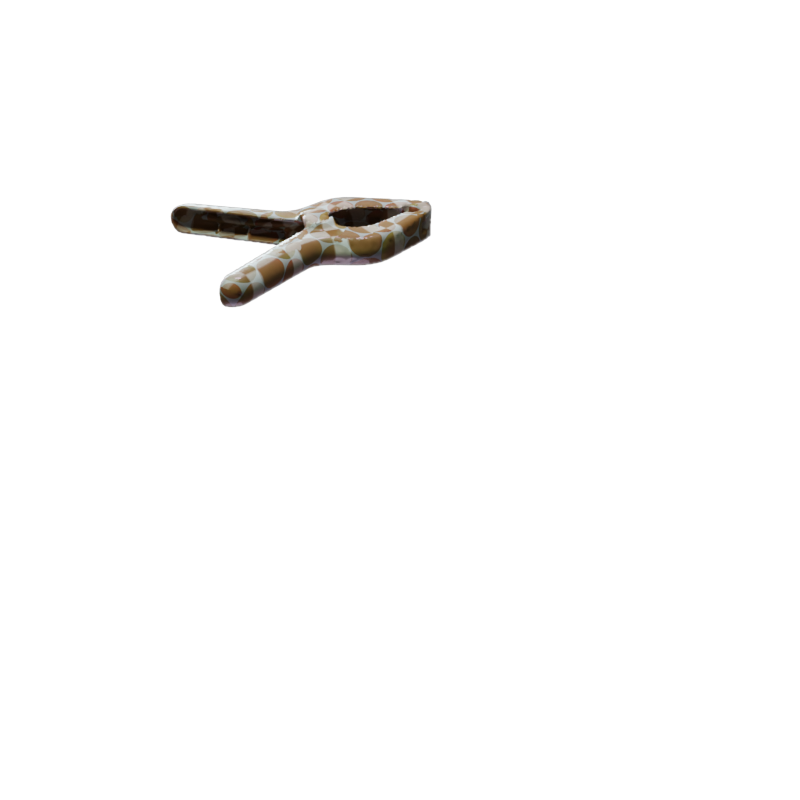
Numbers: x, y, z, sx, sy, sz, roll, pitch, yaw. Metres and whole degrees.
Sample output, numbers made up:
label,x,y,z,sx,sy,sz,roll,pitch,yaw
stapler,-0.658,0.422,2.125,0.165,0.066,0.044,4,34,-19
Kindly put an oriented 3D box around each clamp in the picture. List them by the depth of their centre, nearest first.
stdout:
label,x,y,z,sx,sy,sz,roll,pitch,yaw
clamp,-0.069,-0.126,0.882,0.207,0.034,0.177,-8,32,-13
